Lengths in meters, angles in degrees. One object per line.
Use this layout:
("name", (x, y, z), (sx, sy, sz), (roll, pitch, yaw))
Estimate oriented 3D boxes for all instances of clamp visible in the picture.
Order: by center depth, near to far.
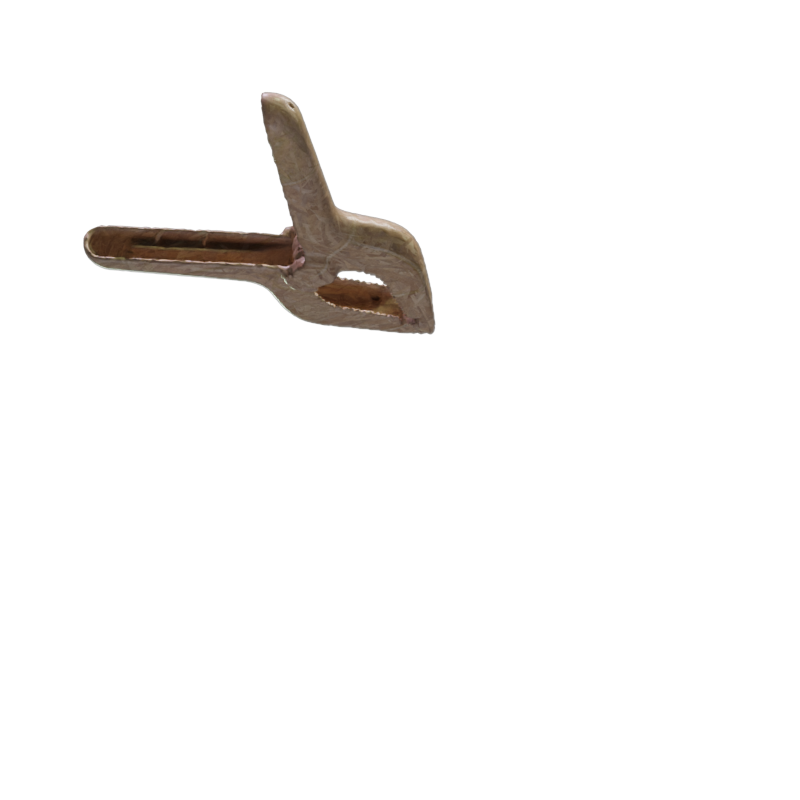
("clamp", (-0.049, -0.089, 0.622), (0.199, 0.039, 0.163), (21, -36, -32))
